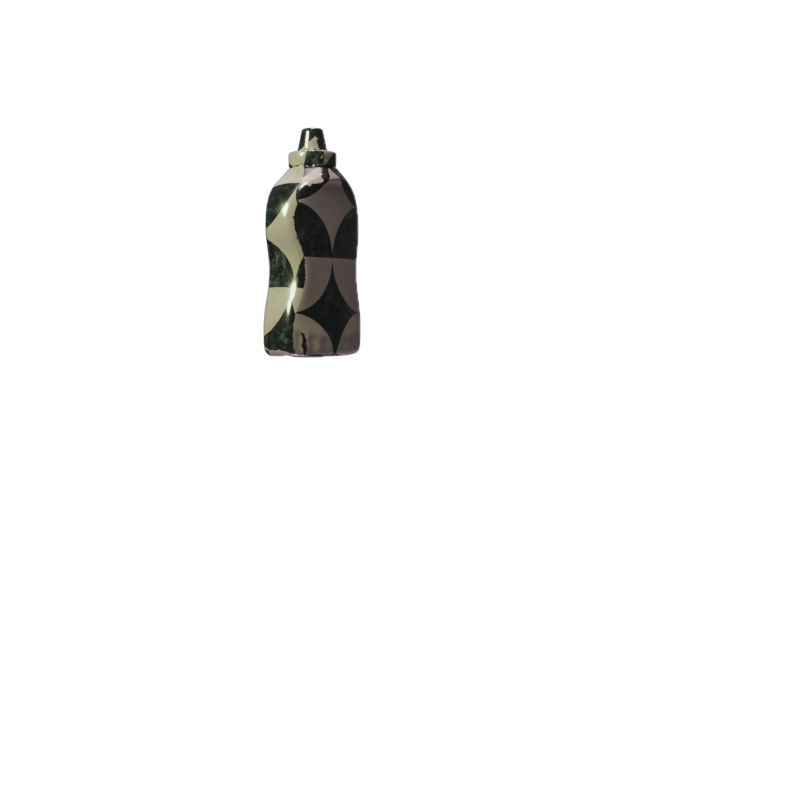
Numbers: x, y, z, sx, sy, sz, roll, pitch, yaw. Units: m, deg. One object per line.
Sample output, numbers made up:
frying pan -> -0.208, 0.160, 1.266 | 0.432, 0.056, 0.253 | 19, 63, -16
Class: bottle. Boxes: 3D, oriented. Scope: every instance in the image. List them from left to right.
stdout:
bottle -> -0.074, -0.134, 0.936 | 0.060, 0.193, 0.092 | -2, -2, 39
